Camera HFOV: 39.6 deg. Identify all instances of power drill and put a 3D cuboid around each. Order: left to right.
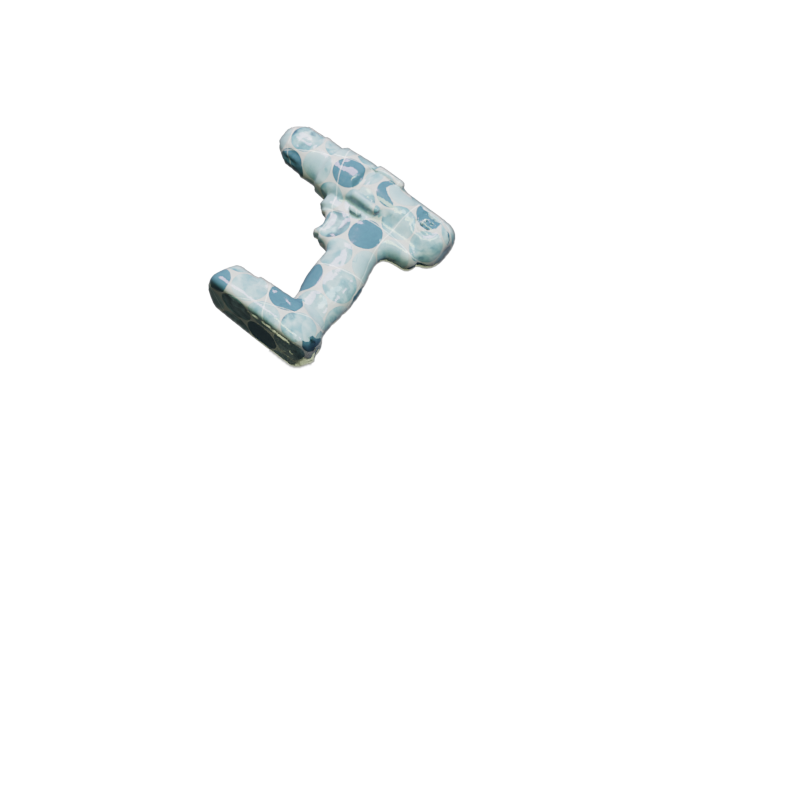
[{"bbox_3d":[-0.074,-0.135,0.945,0.193,0.191,0.054,36,-23,17],"label":"power drill"}]
